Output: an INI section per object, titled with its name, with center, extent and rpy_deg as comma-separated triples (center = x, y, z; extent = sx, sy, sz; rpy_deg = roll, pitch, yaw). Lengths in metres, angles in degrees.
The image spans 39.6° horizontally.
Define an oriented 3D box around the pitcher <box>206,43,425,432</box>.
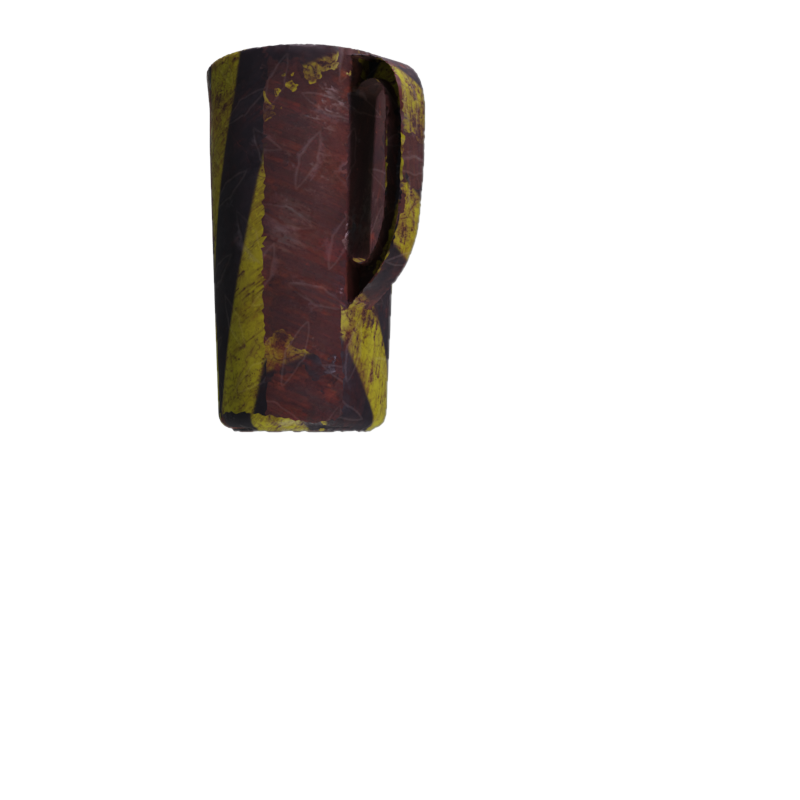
[pitcher]
center = -0.056, -0.103, 0.719
extent = 0.146, 0.249, 0.145
rpy_deg = -1, -8, 3
